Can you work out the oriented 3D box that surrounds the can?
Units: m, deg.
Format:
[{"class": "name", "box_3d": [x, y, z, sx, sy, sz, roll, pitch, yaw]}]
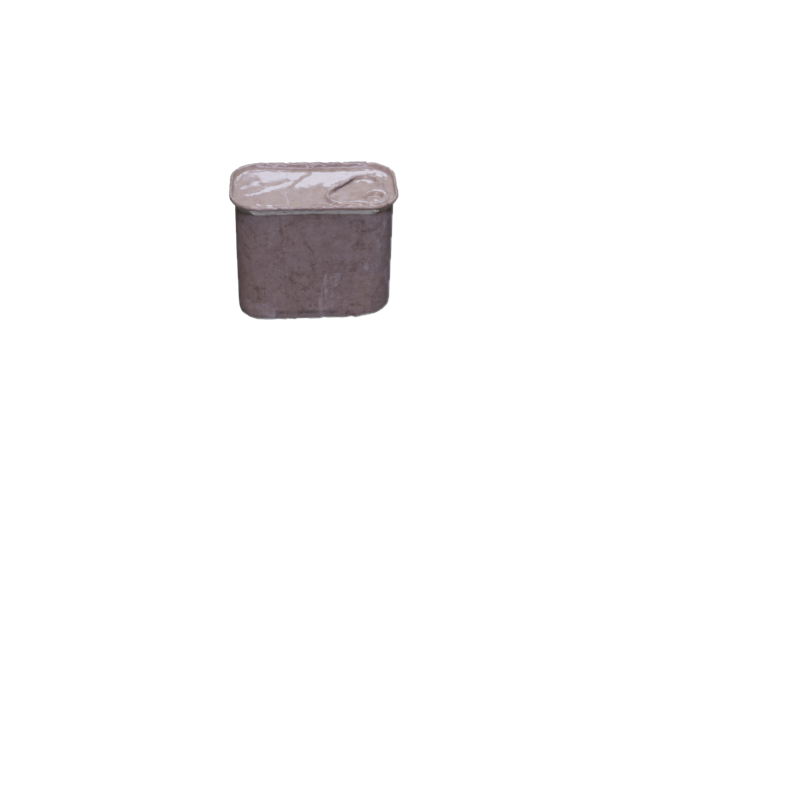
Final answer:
[{"class": "can", "box_3d": [-0.054, -0.099, 0.693, 0.101, 0.078, 0.062, -1, 35, -3]}]
